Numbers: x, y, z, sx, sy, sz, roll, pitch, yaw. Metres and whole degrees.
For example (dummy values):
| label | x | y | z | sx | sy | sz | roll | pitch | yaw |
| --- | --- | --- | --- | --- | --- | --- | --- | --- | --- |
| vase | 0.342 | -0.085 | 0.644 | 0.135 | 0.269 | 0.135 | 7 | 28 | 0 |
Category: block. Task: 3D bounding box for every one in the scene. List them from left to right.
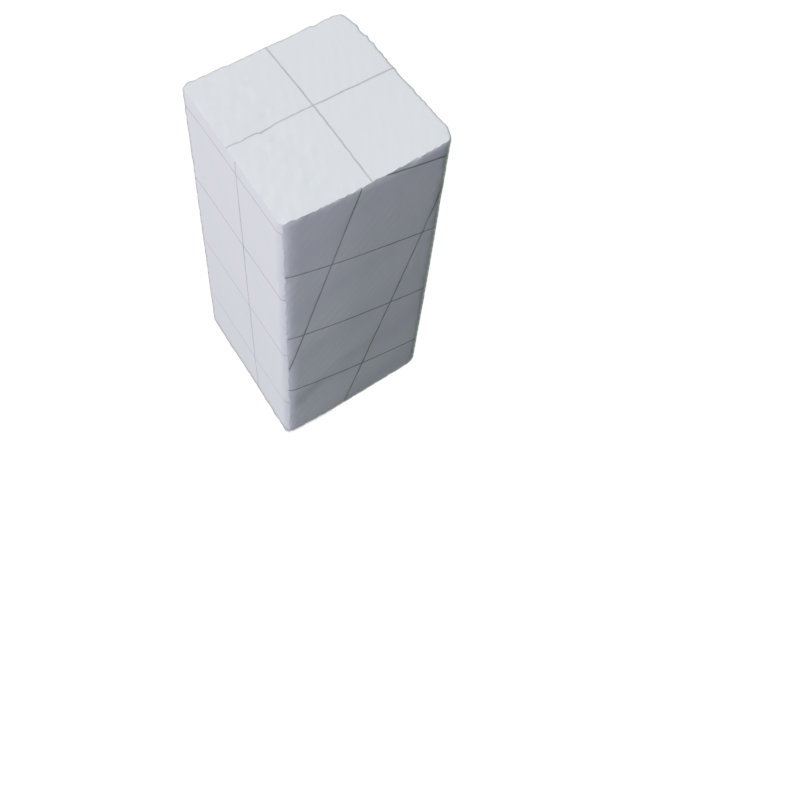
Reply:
| label | x | y | z | sx | sy | sz | roll | pitch | yaw |
| --- | --- | --- | --- | --- | --- | --- | --- | --- | --- |
| block | -0.044 | -0.081 | 0.567 | 0.090 | 0.096 | 0.194 | -29 | -23 | -18 |
